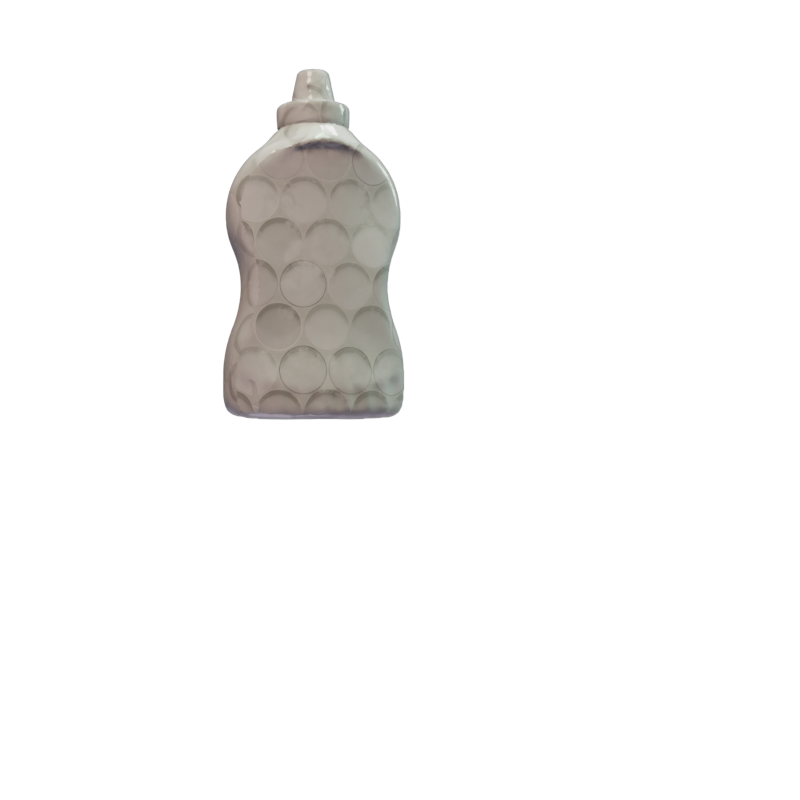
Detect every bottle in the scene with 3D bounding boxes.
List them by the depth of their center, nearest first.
[{"bbox_3d":[-0.048,-0.087,0.609,0.094,0.195,0.058,1,-7,-13],"label":"bottle"}]
